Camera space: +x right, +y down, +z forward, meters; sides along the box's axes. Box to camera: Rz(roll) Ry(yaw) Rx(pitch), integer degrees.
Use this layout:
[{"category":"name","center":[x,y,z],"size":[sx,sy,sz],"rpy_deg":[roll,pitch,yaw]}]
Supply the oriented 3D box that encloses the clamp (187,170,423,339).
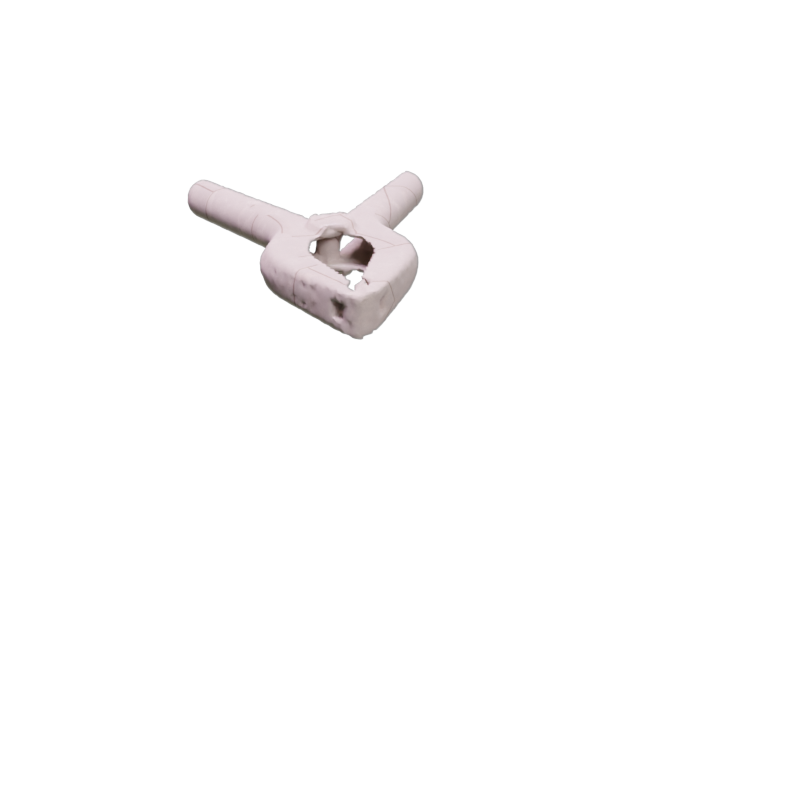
[{"category":"clamp","center":[-0.054,-0.099,0.696],"size":[0.164,0.034,0.223],"rpy_deg":[-3,30,-5]}]
